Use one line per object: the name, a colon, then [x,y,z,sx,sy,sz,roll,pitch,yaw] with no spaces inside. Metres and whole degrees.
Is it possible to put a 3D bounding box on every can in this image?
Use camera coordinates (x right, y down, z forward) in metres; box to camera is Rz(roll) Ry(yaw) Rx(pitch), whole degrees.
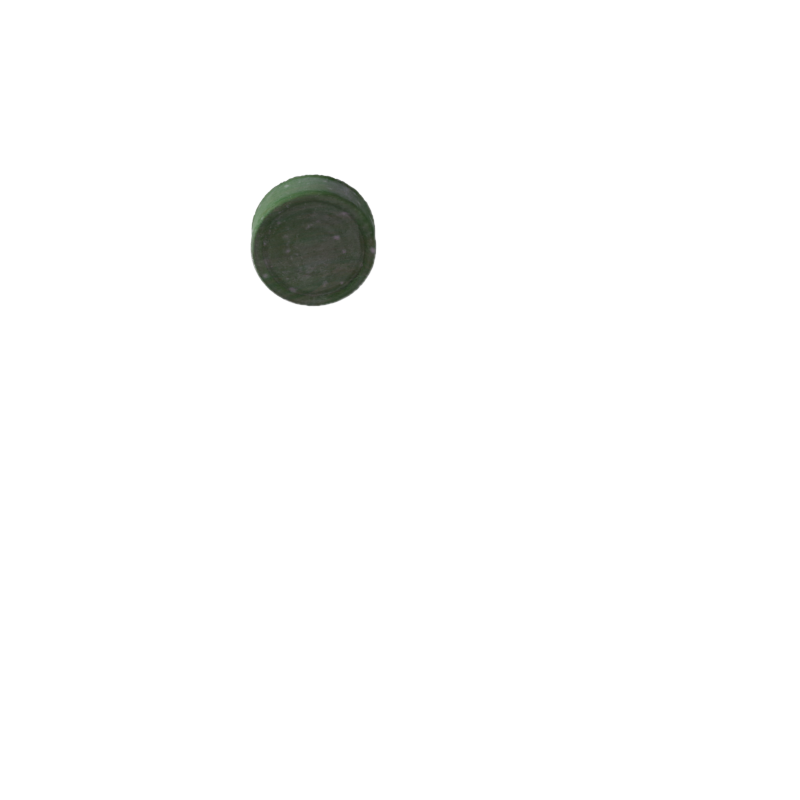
can: [-0.059,-0.107,0.752,0.086,0.081,0.035,1,26,-1]
